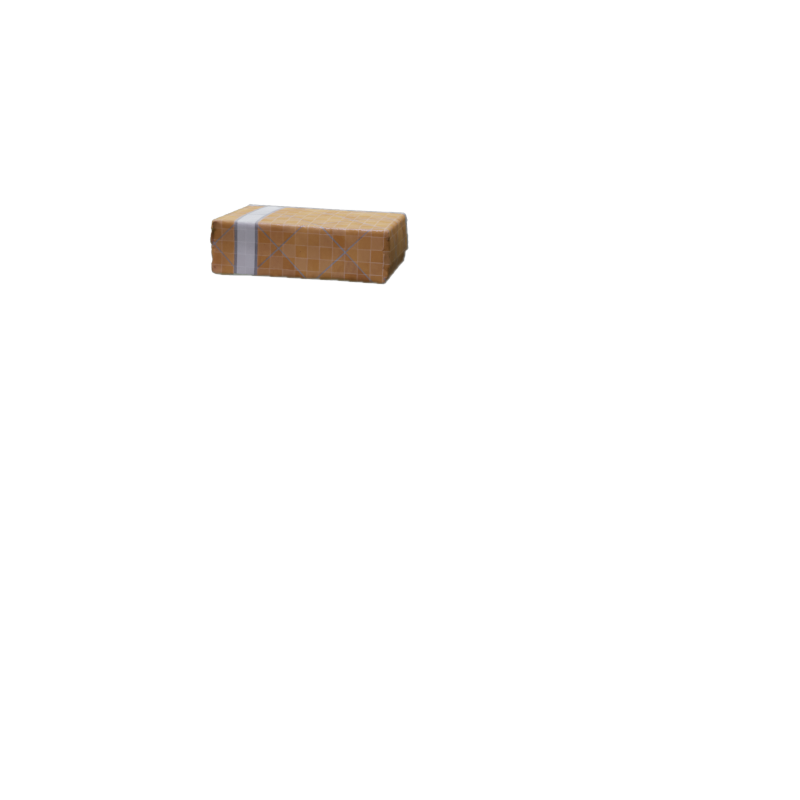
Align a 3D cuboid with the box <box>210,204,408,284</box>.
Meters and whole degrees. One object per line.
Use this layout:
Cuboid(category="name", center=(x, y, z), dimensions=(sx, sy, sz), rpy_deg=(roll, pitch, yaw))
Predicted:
Cuboid(category="box", center=(-0.056, -0.102, 0.712), dimensions=(0.115, 0.038, 0.091), rpy_deg=(3, 14, 9))
